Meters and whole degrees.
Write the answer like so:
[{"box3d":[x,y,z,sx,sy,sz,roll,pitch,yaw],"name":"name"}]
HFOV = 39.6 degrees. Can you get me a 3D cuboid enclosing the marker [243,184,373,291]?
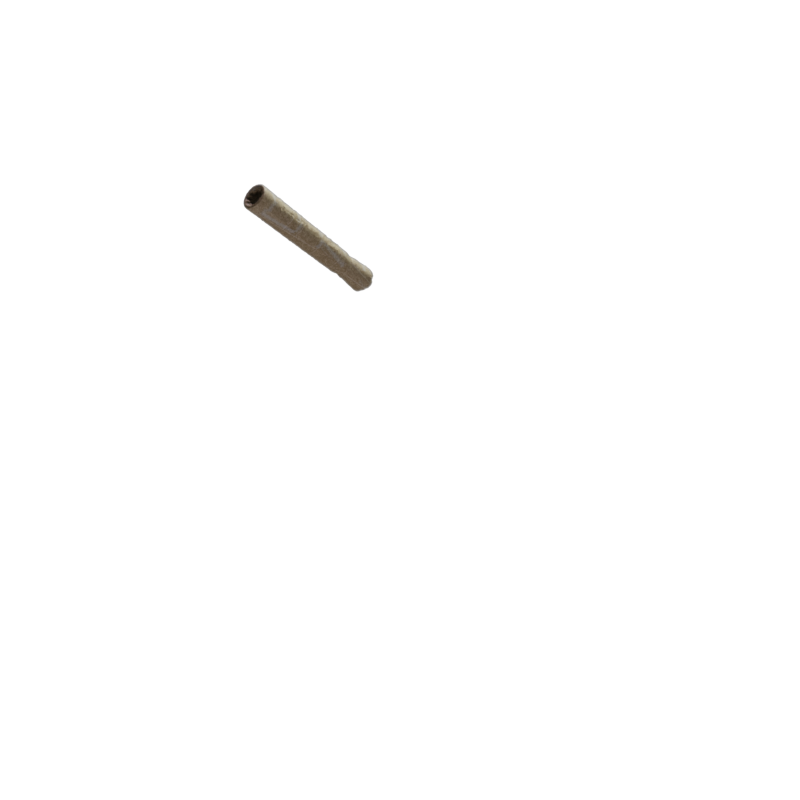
[{"box3d":[-0.059,-0.107,0.747,0.021,0.020,0.112,3,-23,46],"name":"marker"}]
